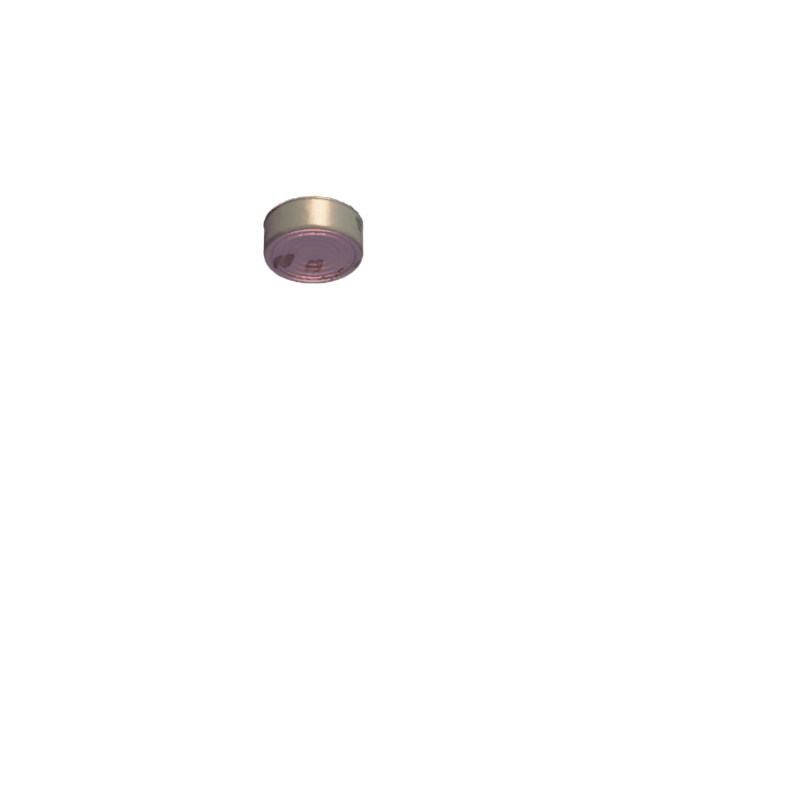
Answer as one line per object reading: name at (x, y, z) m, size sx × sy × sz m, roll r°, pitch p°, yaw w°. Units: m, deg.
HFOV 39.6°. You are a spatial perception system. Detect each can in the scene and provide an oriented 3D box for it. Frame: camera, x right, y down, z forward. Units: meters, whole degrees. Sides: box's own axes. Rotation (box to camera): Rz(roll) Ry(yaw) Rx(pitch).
can at (-0.073, -0.134, 0.939) m, size 0.086 × 0.036 × 0.081 m, roll 1°, pitch -30°, yaw -2°
